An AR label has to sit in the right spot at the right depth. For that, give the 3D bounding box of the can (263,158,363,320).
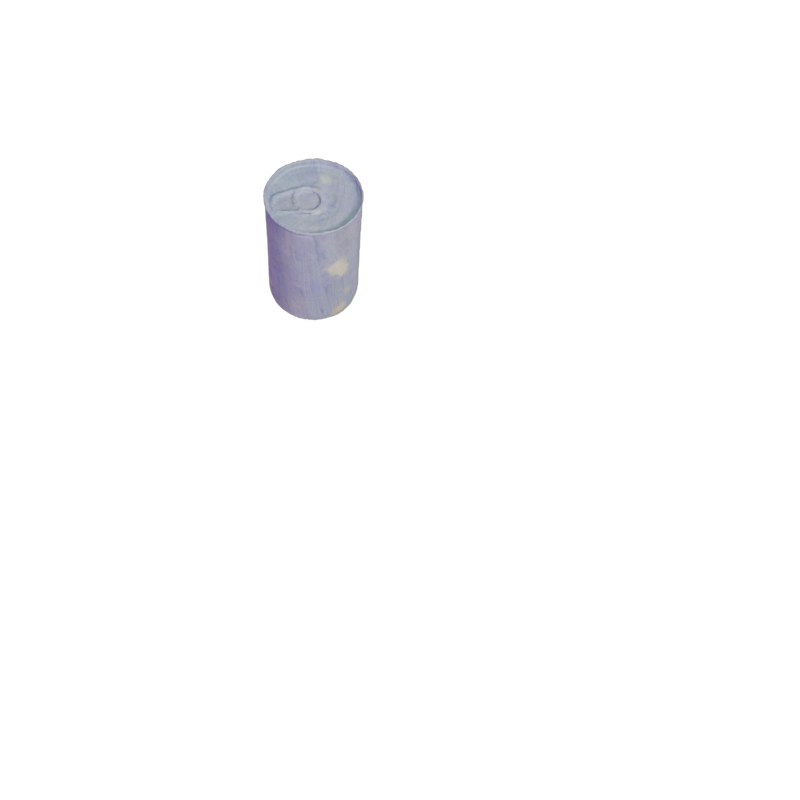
[{"bbox_3d":[-0.061,-0.112,0.785,0.068,0.073,0.096,0,-34,-3],"label":"can"}]
